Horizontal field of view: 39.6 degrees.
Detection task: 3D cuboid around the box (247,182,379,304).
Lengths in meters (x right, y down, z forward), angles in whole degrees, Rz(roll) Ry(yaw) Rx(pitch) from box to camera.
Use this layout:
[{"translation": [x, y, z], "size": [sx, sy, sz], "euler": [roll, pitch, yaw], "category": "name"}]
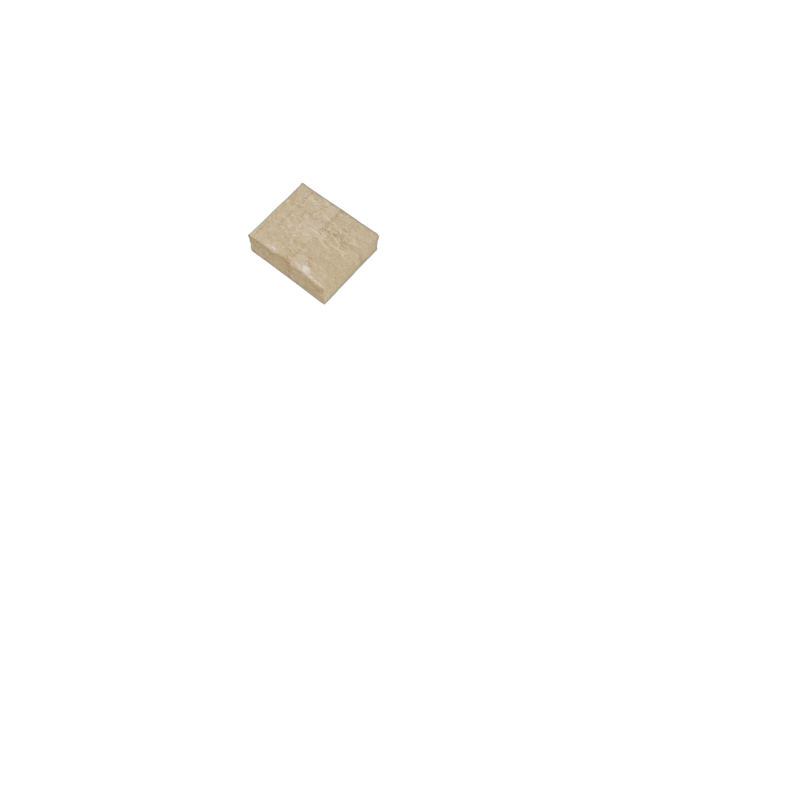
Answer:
[{"translation": [-0.076, -0.138, 0.964], "size": [0.093, 0.074, 0.028], "euler": [36, -23, 18], "category": "box"}]
